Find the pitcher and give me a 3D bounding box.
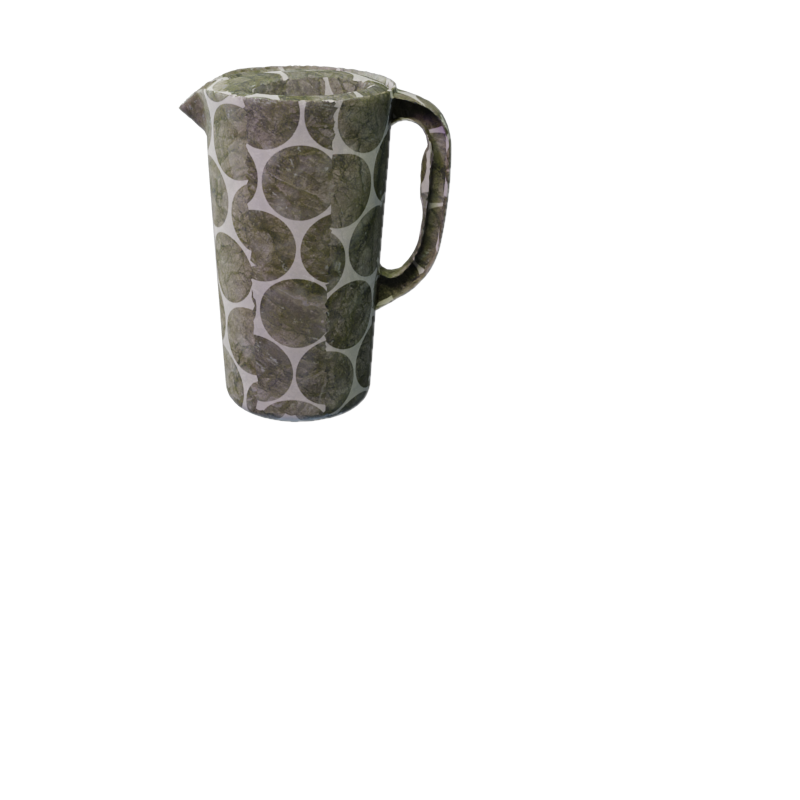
[{"bbox_3d":[-0.062,-0.113,0.789,0.142,0.232,0.159,-16,27,-38],"label":"pitcher"}]
